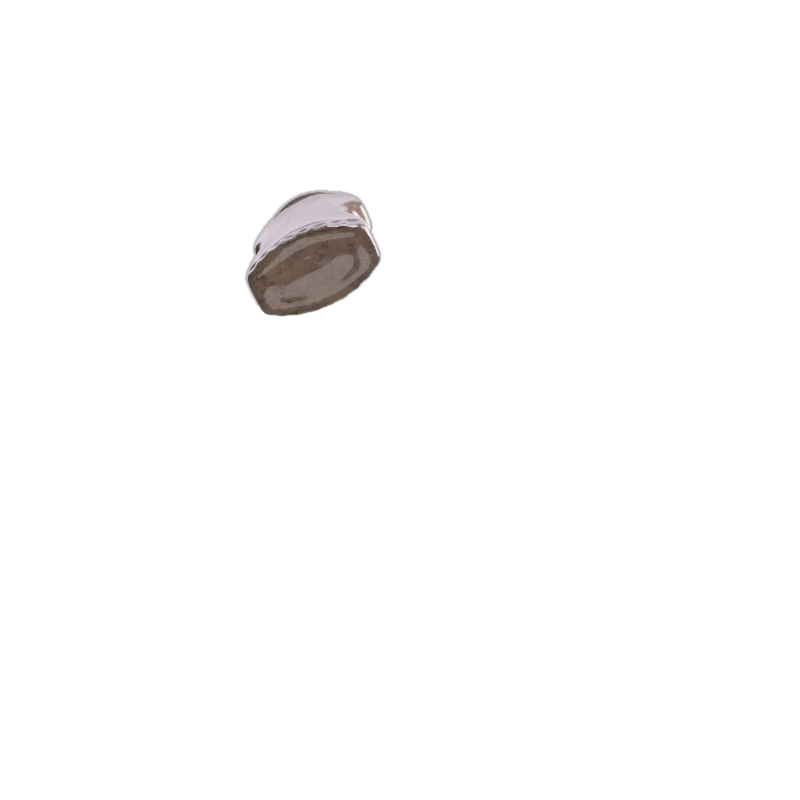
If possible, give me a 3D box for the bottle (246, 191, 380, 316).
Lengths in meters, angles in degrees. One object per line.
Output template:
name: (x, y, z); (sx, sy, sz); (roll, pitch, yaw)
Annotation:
bottle: (-0.069, -0.126, 0.878); (0.096, 0.056, 0.200); (-26, 20, 6)
